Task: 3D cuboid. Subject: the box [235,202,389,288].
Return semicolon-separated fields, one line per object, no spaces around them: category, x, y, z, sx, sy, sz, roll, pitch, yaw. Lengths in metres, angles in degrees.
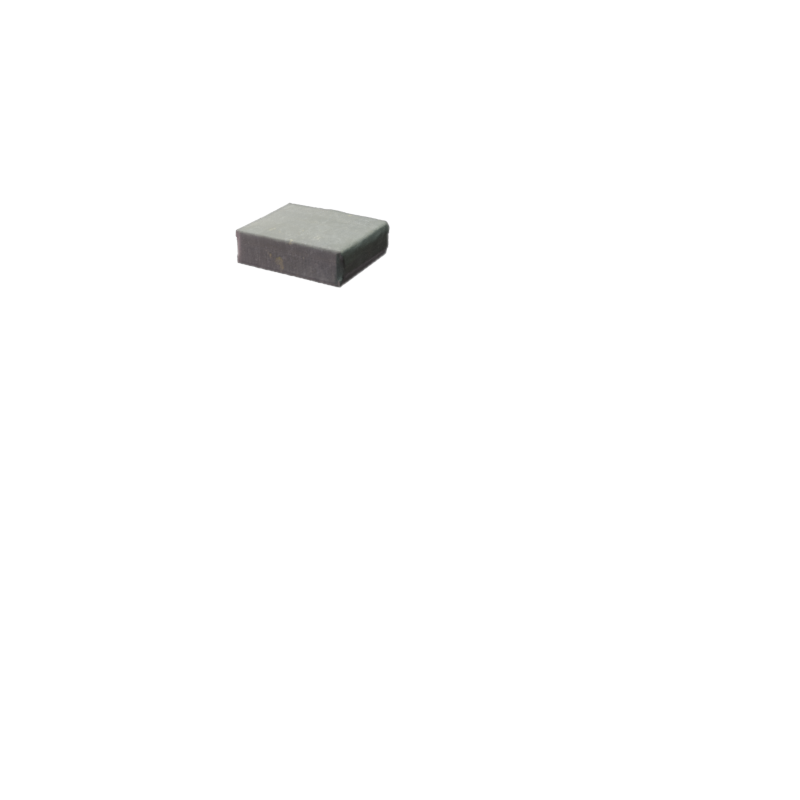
box;-0.063;-0.115;0.808;0.093;0.029;0.074;14;30;26
